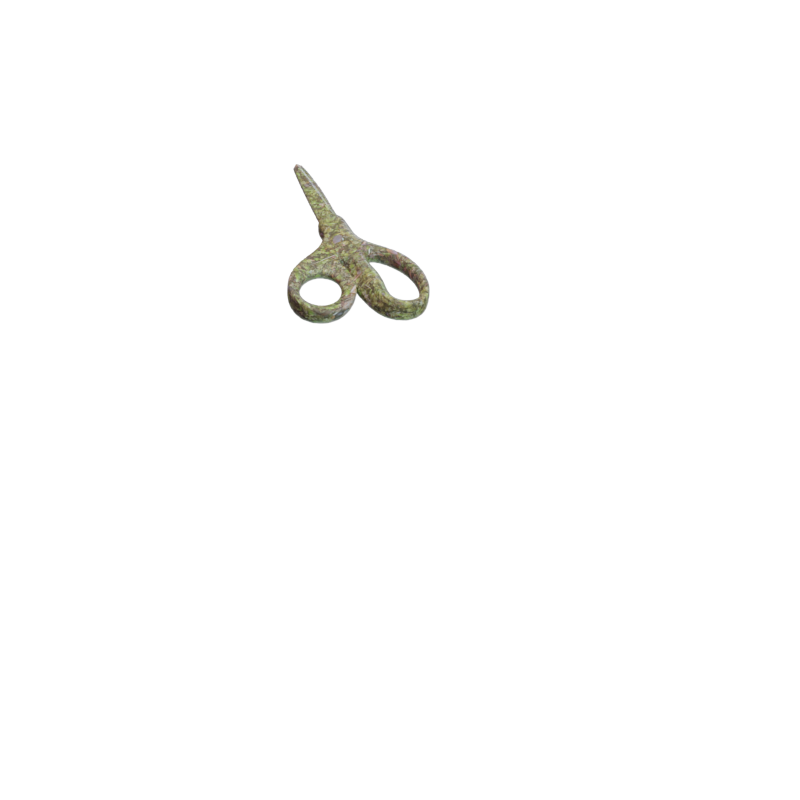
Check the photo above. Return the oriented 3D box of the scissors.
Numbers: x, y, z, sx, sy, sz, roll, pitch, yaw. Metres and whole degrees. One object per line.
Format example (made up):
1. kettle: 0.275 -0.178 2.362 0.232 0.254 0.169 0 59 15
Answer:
1. scissors: -0.058 -0.106 0.740 0.095 0.015 0.218 -20 41 -25
